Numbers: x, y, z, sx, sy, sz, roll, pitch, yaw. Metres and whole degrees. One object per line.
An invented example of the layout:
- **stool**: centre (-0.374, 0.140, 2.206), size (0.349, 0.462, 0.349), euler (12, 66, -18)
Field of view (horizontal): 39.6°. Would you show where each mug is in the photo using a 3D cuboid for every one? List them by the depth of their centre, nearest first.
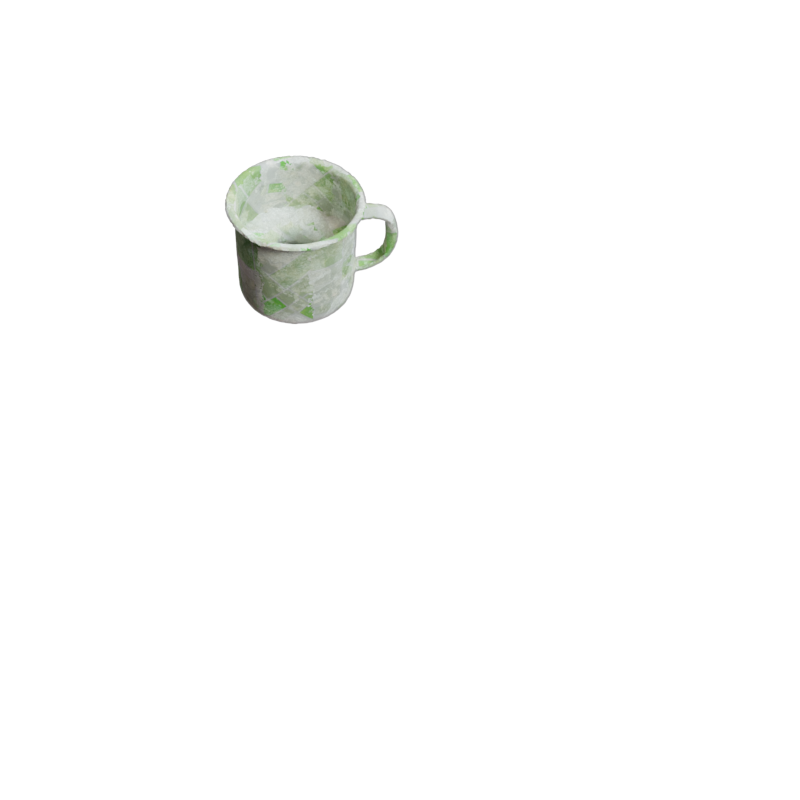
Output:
- **mug**: centre (-0.060, -0.109, 0.760), size (0.116, 0.101, 0.076), euler (-8, -41, -8)
